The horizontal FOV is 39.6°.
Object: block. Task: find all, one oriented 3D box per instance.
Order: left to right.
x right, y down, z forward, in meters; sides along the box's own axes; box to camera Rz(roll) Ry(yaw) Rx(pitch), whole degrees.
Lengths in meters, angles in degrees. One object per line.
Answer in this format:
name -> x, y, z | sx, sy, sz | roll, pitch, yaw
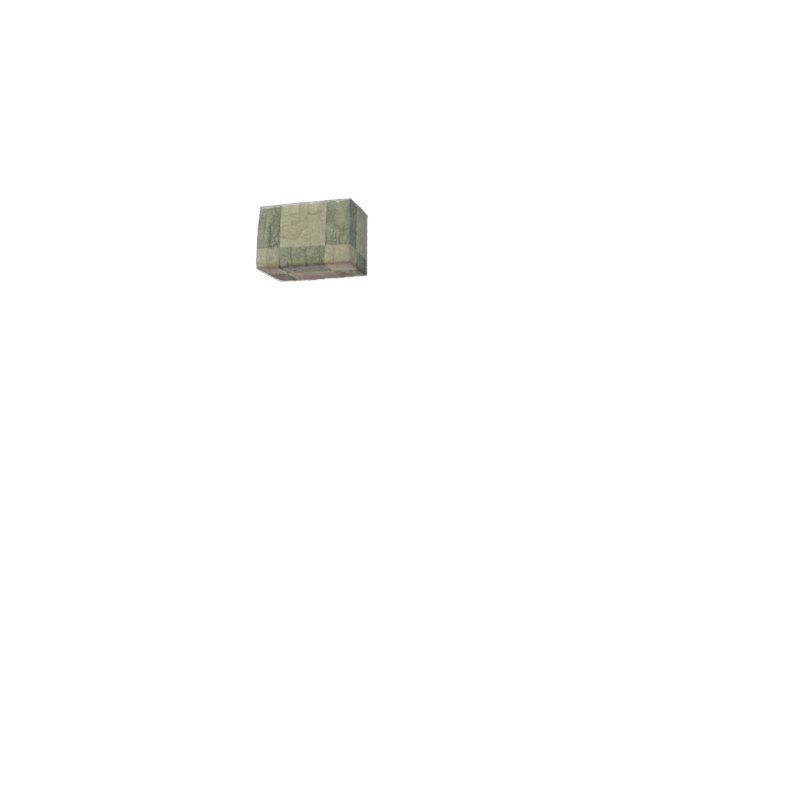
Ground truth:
block -> -0.069, -0.125, 0.879 | 0.079, 0.053, 0.050 | -3, -11, 16
